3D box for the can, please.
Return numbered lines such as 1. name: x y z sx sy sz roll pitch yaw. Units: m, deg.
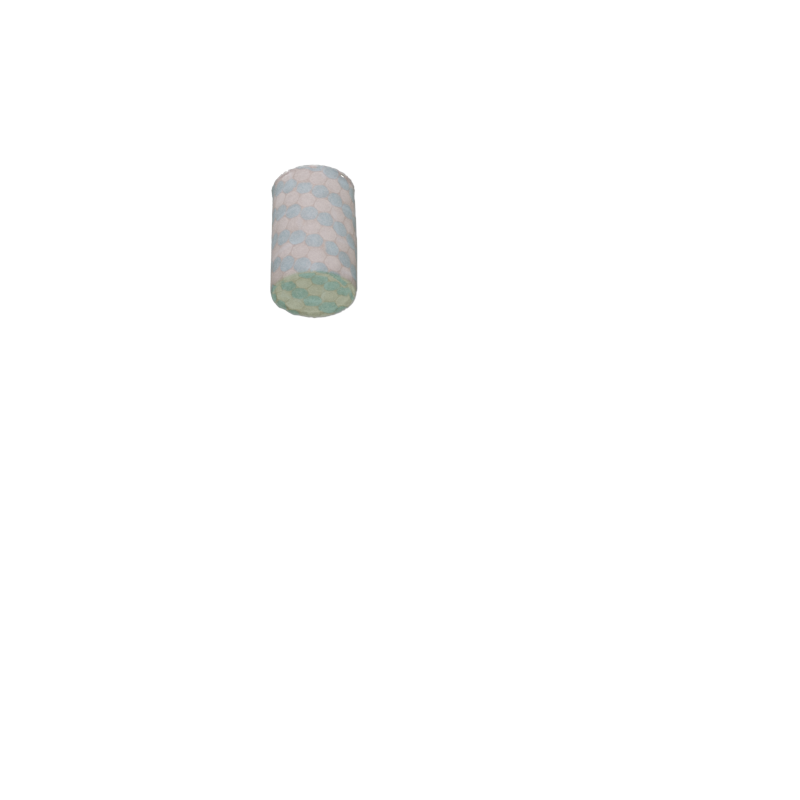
1. can: -0.068 -0.124 0.872 0.068 0.109 0.064 -1 -33 -2
